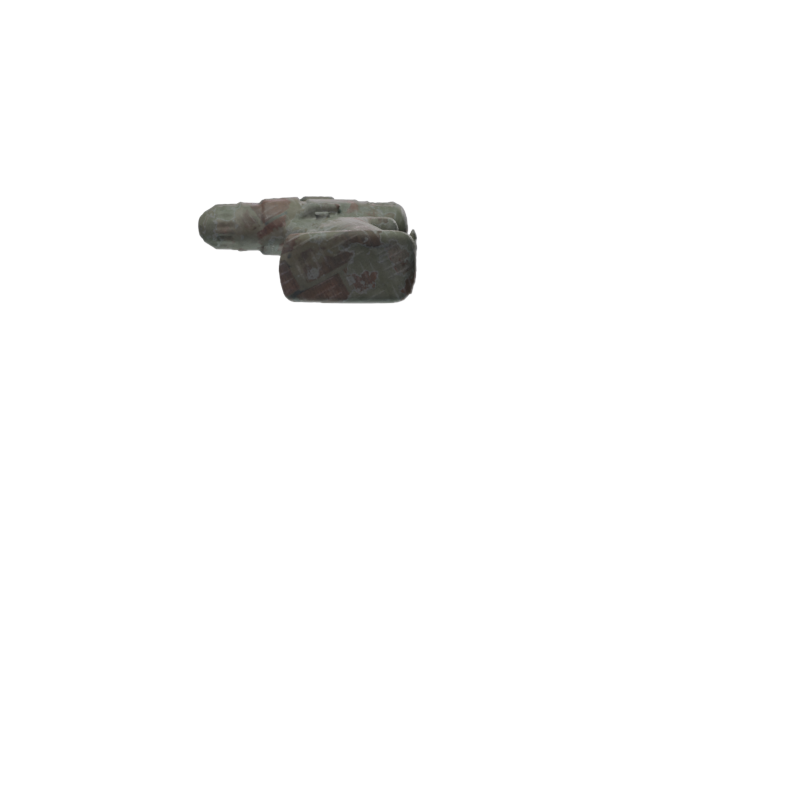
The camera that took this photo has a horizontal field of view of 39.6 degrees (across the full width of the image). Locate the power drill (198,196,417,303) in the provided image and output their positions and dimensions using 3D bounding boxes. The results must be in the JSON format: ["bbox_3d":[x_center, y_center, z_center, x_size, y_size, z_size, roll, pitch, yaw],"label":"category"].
[{"bbox_3d":[-0.071,-0.130,0.911,0.182,0.055,0.197,-3,21,-9],"label":"power drill"}]
